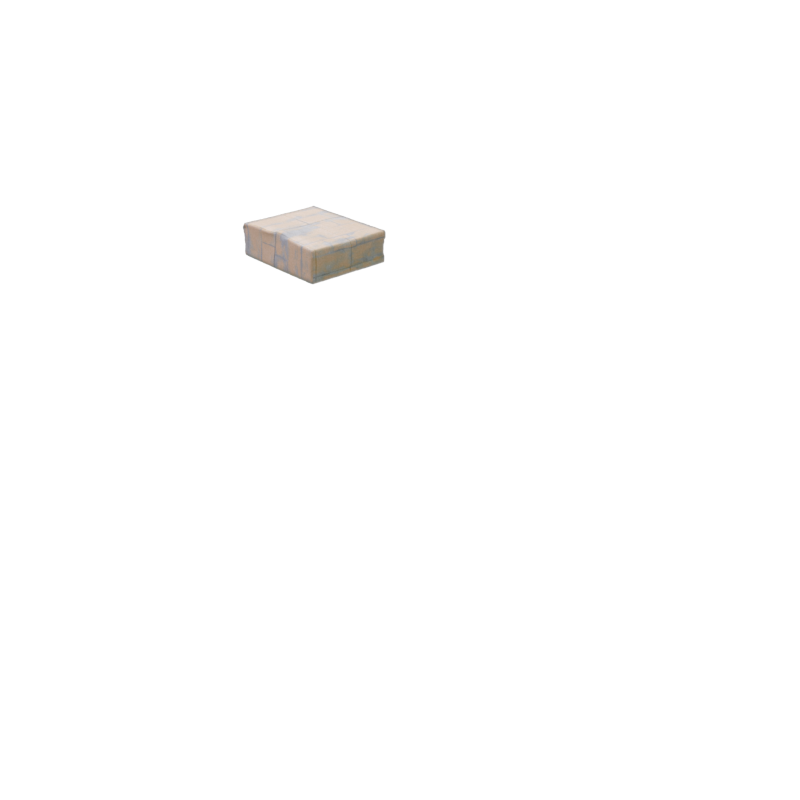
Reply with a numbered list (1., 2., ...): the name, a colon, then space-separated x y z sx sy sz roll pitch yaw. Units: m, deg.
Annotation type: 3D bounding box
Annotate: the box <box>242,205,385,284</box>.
1. box: -0.068 -0.123 0.864 0.072 0.029 0.095 -20 32 -36
